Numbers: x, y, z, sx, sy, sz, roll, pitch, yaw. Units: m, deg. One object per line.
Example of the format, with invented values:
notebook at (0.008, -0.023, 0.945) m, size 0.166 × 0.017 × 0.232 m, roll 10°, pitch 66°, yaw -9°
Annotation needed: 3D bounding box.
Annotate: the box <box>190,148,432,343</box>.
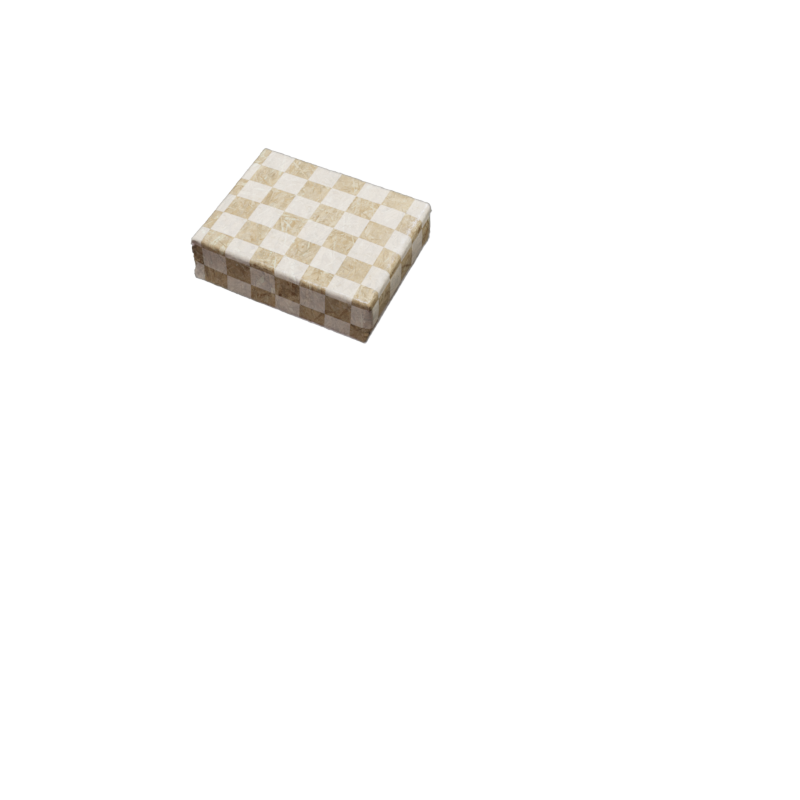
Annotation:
box at (-0.050, -0.091, 0.640) m, size 0.117 × 0.036 × 0.093 m, roll 19°, pitch 50°, yaw 16°
